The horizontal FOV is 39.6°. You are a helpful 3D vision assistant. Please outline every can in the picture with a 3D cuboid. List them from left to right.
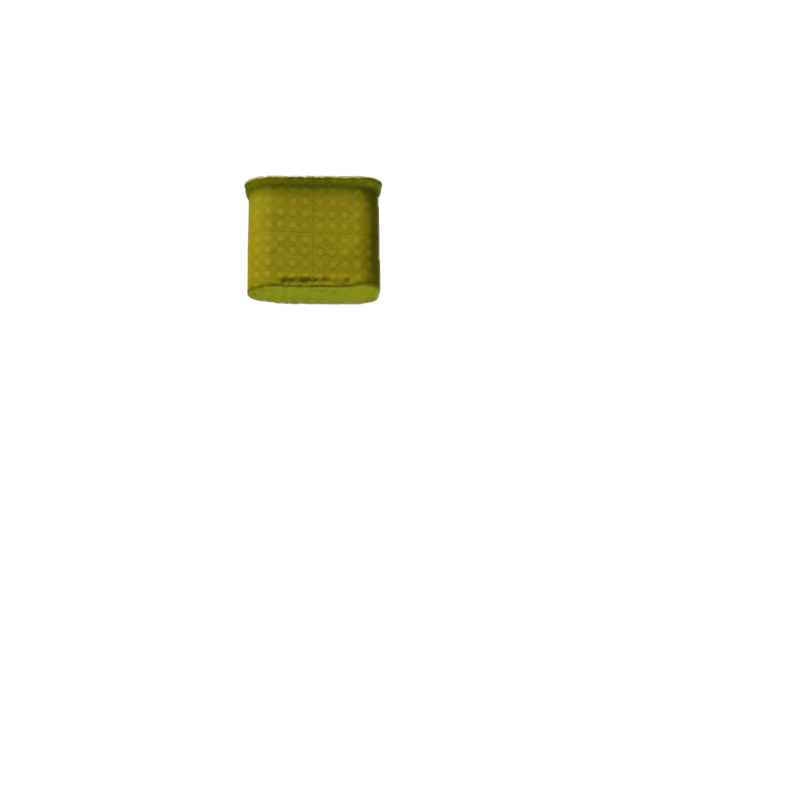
[{"bbox_3d":[-0.064,-0.116,0.816,0.102,0.087,0.056,0,-14,-3],"label":"can"}]
